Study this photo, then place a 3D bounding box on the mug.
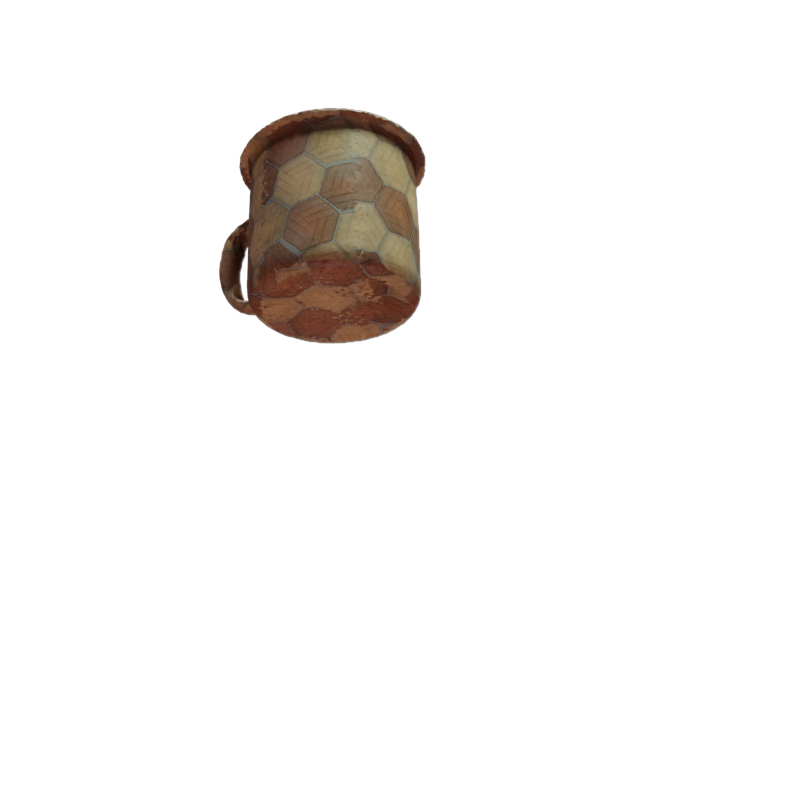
[{"bbox_3d":[-0.042,-0.077,0.540,0.118,0.087,0.086,-18,-33,29],"label":"mug"}]
